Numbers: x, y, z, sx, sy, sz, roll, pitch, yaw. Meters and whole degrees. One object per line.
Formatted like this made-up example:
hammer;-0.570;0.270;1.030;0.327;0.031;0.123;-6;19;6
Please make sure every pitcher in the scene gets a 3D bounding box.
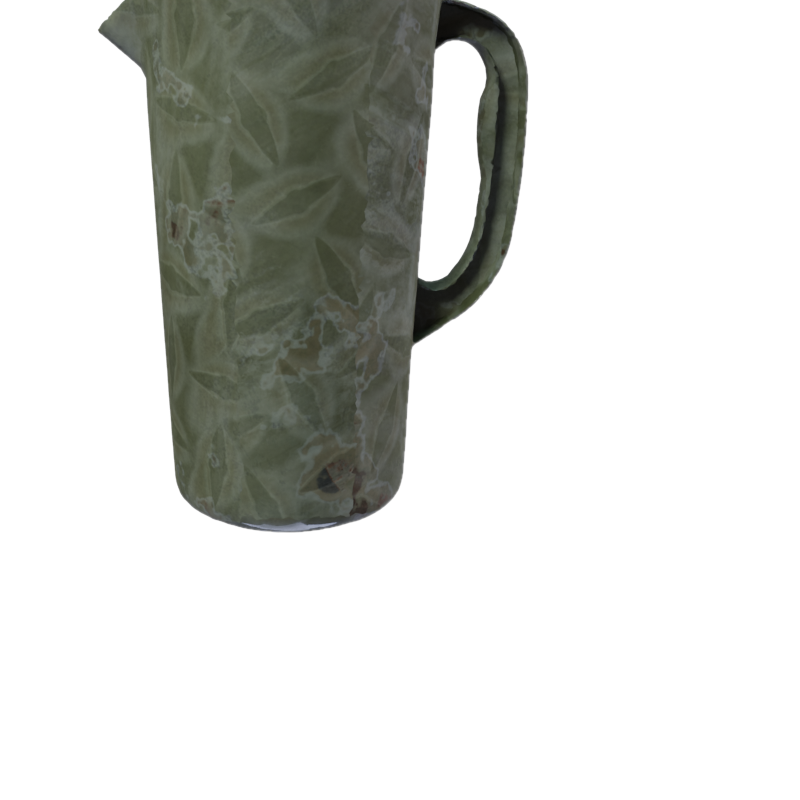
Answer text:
pitcher;-0.040;-0.072;0.506;0.157;0.236;0.142;11;16;37
